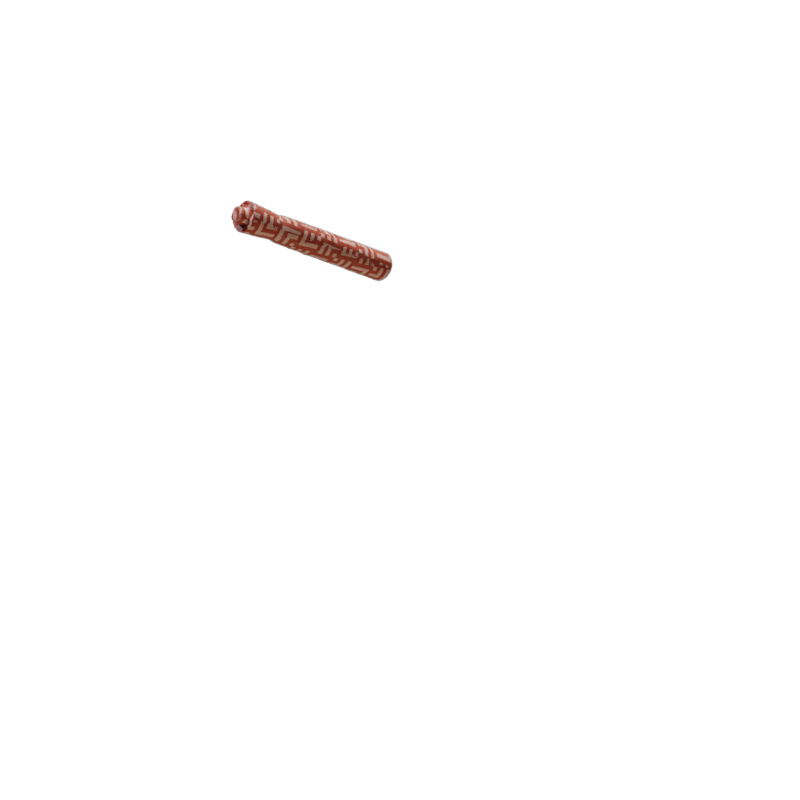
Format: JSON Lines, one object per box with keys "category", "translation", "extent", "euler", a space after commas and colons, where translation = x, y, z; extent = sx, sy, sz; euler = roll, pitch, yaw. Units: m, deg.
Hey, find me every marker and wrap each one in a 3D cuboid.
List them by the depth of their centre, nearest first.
{"category": "marker", "translation": [-0.052, -0.094, 0.658], "extent": [0.114, 0.020, 0.021], "euler": [14, -7, -43]}
